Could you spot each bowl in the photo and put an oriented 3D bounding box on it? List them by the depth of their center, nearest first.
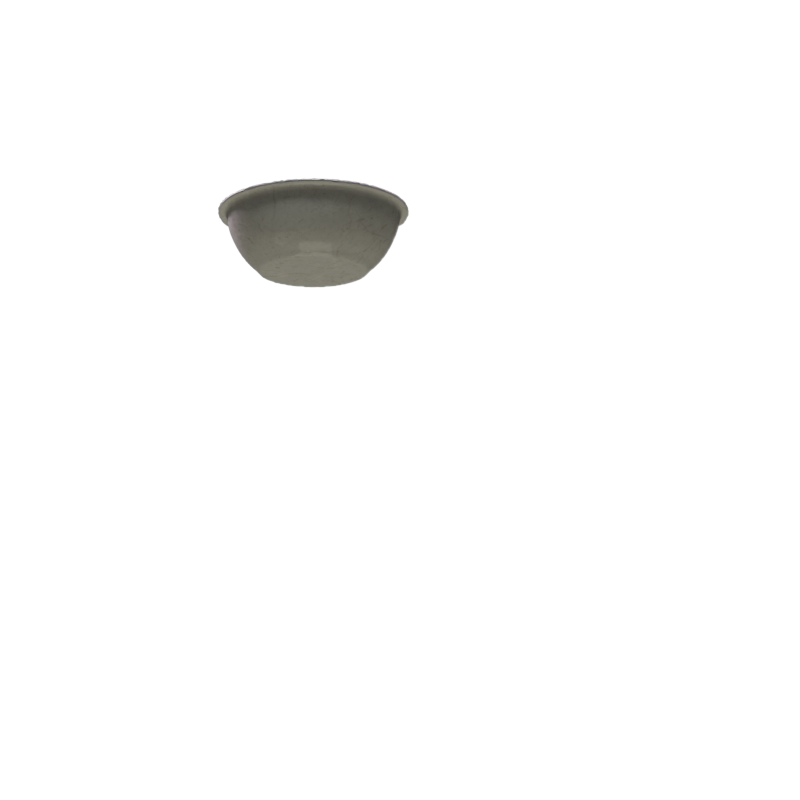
[{"bbox_3d":[-0.073,-0.133,0.933,0.162,0.057,0.157,0,-12,-2],"label":"bowl"}]
